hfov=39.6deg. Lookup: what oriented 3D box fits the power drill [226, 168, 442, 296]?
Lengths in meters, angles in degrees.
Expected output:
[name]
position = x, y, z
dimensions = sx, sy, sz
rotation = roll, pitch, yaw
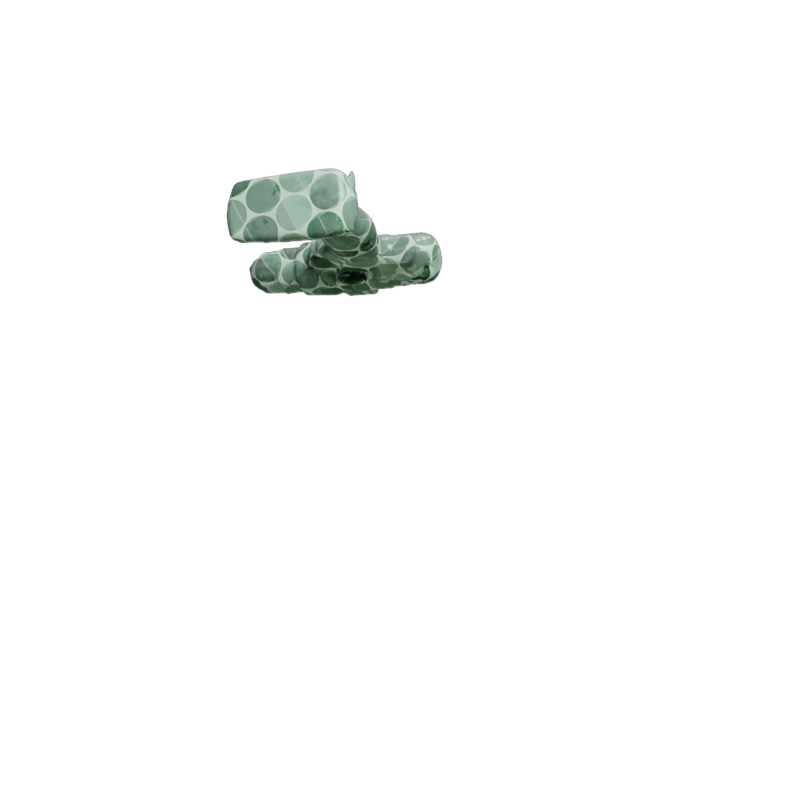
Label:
[power drill]
position = -0.075, -0.136, 0.955
dimensions = 0.188, 0.059, 0.177
rotation = -4, -12, 21
